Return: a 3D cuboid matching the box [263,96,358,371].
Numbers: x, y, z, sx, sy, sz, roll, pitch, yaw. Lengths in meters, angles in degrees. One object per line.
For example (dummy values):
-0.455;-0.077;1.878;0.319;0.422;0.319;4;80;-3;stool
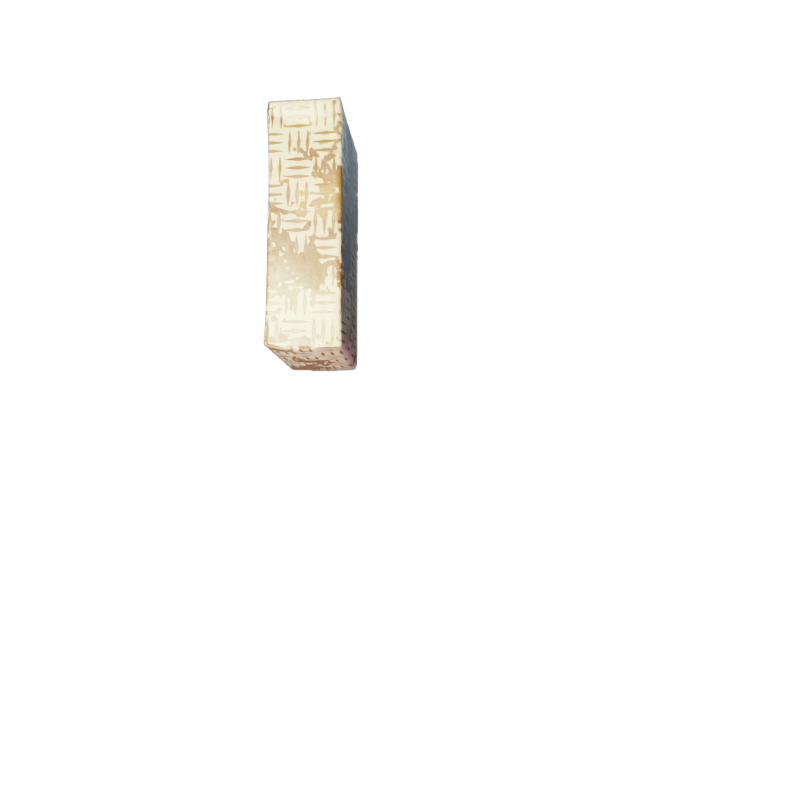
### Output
-0.077;-0.140;0.984;0.072;0.220;0.159;-2;-10;3;box
